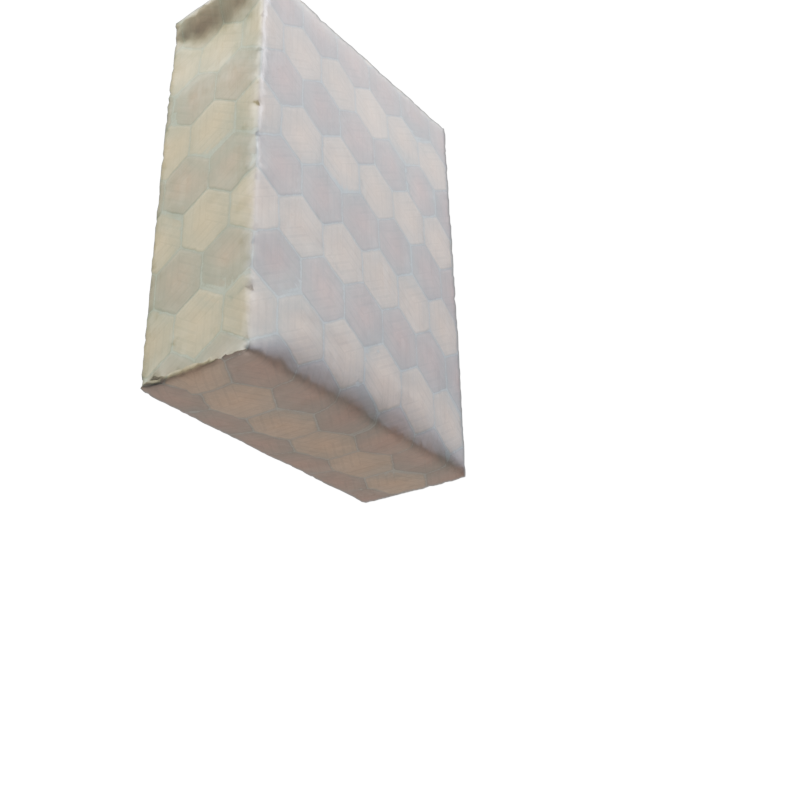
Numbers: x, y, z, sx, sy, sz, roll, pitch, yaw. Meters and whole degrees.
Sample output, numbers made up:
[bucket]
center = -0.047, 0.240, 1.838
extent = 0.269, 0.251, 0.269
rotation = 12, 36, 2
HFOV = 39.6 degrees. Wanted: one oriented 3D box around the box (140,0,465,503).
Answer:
[box]
center = -0.043, -0.078, 0.549
extent = 0.072, 0.228, 0.153
rotation = -23, -36, 30
